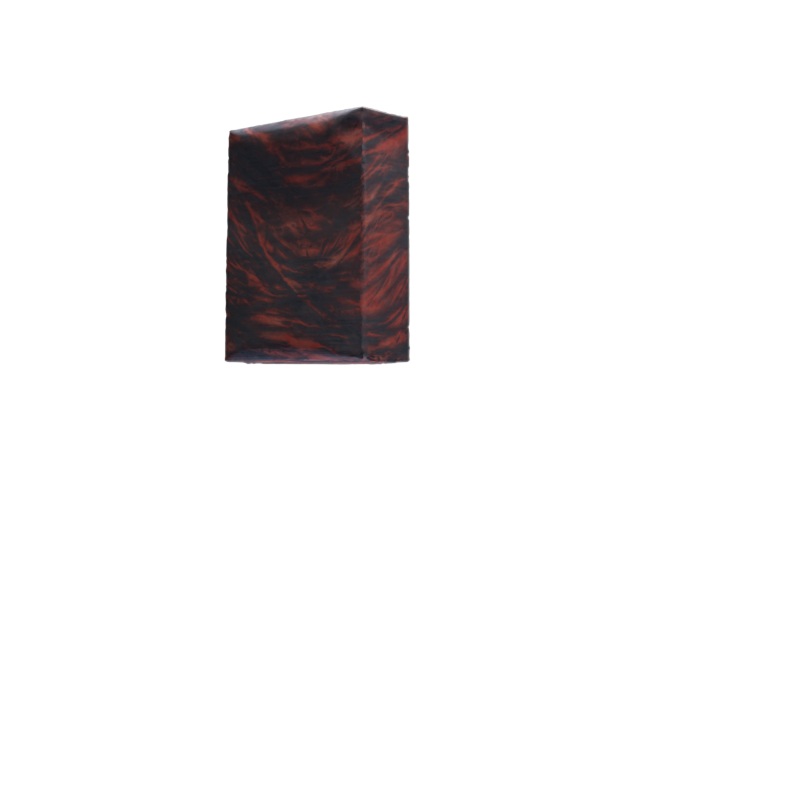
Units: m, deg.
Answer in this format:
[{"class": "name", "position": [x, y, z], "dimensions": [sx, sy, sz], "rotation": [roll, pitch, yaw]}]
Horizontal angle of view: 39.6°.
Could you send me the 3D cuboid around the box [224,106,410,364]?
[{"class": "box", "position": [-0.076, -0.139, 0.973], "dimensions": [0.170, 0.216, 0.069], "rotation": [-2, -5, 39]}]
